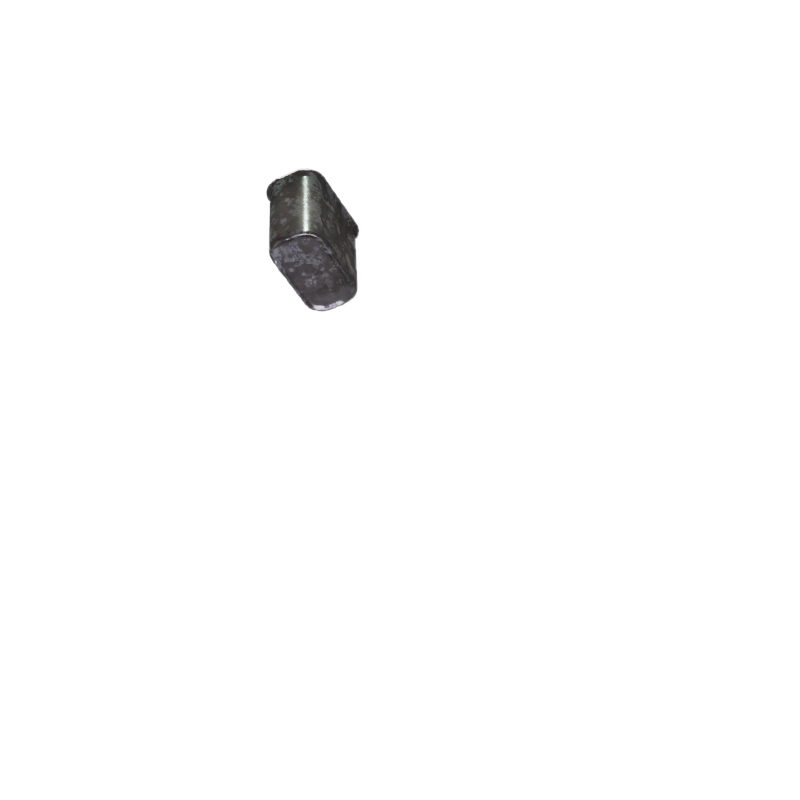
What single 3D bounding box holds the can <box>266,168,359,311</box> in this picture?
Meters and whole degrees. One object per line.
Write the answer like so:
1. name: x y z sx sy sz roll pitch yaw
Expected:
1. can: -0.078 -0.142 0.997 0.058 0.090 0.094 -21 -47 18
